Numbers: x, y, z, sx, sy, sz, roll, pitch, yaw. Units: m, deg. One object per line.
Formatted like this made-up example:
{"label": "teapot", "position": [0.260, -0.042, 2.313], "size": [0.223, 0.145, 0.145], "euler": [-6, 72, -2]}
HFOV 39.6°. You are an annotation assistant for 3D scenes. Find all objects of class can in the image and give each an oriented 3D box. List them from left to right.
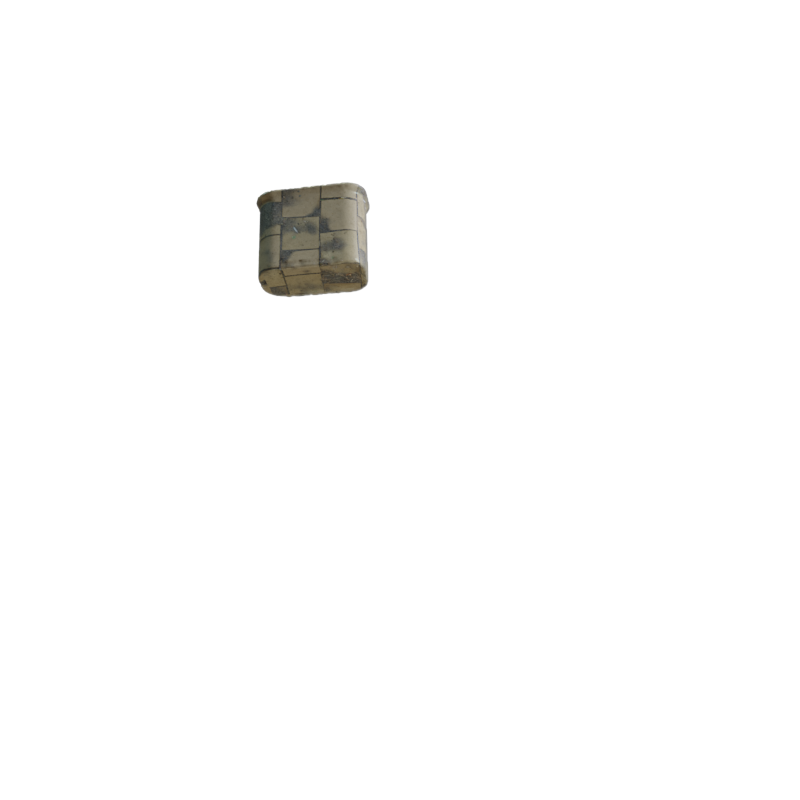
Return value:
{"label": "can", "position": [-0.078, -0.143, 1.000], "size": [0.103, 0.089, 0.053], "euler": [-5, -29, 7]}
